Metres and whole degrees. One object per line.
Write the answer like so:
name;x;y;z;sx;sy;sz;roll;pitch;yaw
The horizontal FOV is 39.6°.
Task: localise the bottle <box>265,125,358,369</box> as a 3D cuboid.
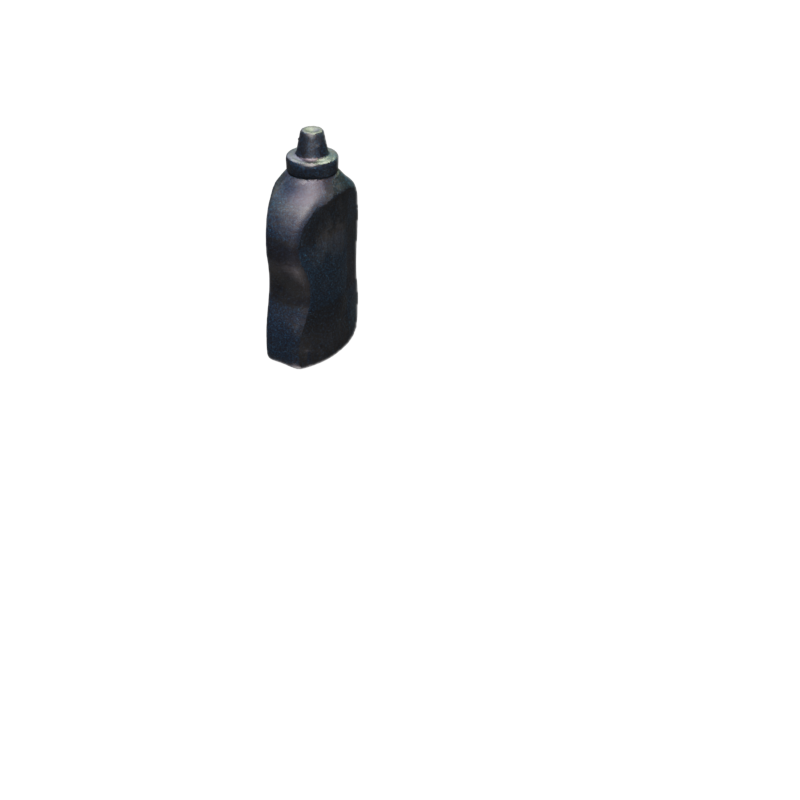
bottle;-0.070;-0.127;0.889;0.061;0.181;0.097;19;34;27
